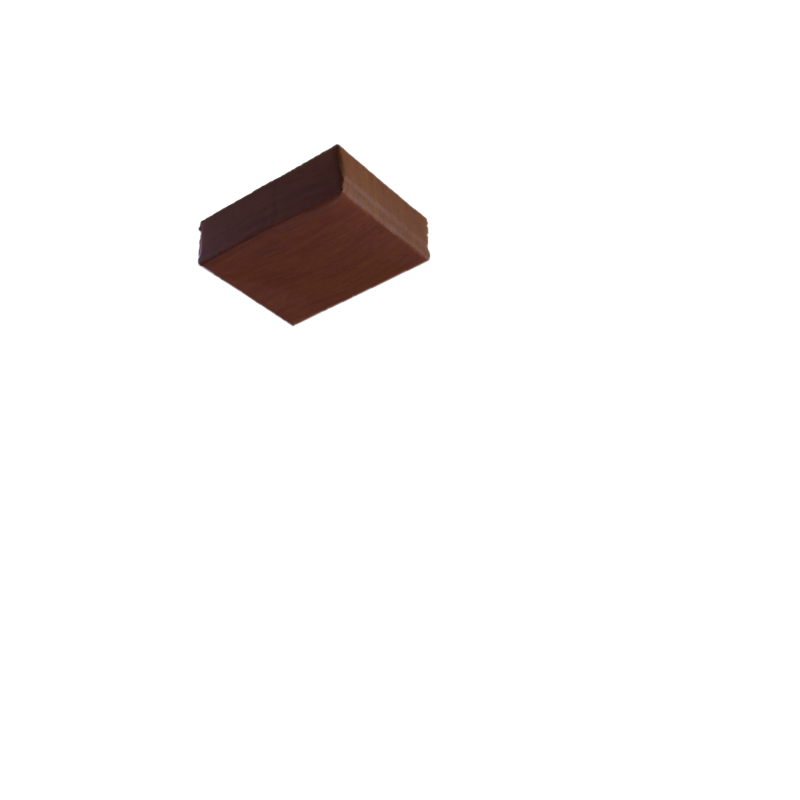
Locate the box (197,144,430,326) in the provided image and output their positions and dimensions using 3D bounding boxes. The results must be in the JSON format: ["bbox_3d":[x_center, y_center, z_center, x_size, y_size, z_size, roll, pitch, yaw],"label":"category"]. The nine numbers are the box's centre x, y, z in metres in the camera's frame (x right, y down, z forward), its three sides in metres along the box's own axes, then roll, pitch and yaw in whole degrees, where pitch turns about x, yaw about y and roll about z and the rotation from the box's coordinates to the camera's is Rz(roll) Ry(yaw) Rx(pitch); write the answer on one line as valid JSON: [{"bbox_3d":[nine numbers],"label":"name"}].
[{"bbox_3d":[-0.053,-0.096,0.672,0.114,0.041,0.083,-21,-37,31],"label":"box"}]
